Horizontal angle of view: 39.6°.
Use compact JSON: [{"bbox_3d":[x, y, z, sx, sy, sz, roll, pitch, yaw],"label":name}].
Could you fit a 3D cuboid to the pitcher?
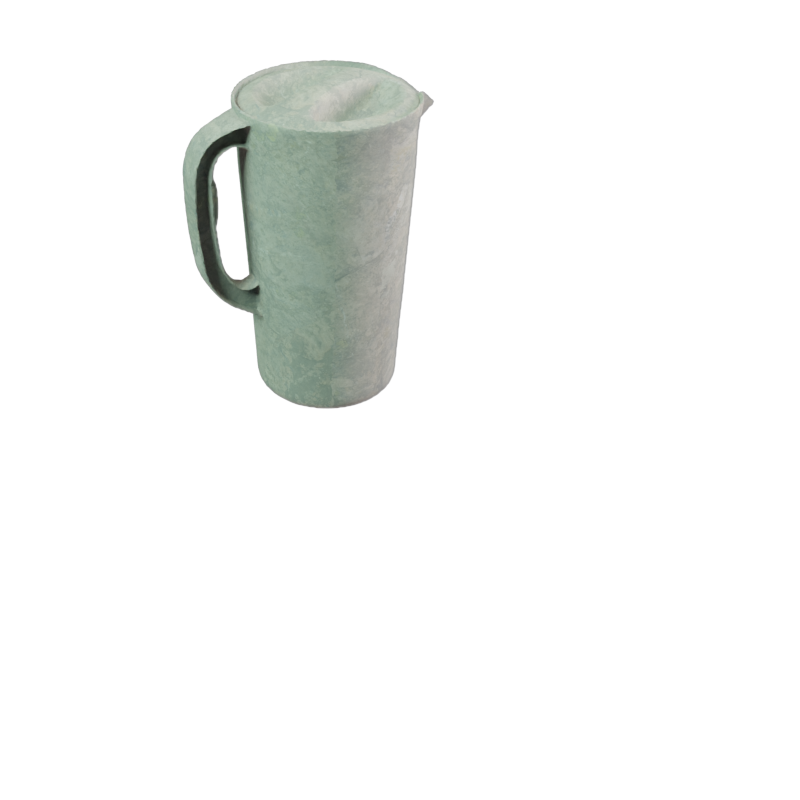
[{"bbox_3d":[-0.064,-0.116,0.812,0.152,0.228,0.151,9,32,12],"label":"pitcher"}]
